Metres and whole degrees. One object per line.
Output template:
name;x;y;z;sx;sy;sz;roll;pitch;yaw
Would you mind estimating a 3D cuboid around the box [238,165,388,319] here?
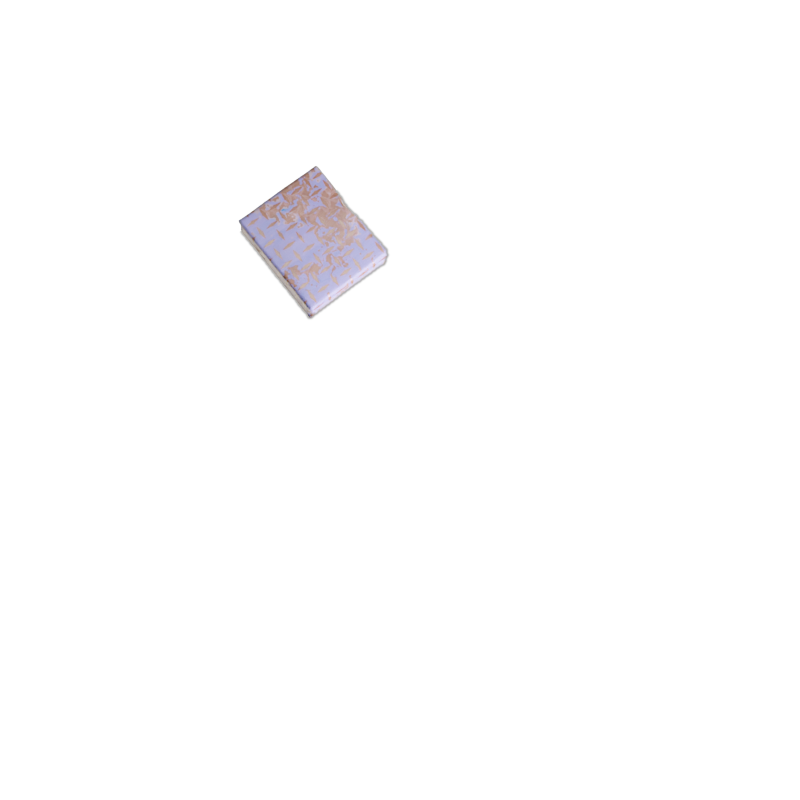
box;-0.064;-0.117;0.822;0.073;0.092;0.029;-37;-13;-10
